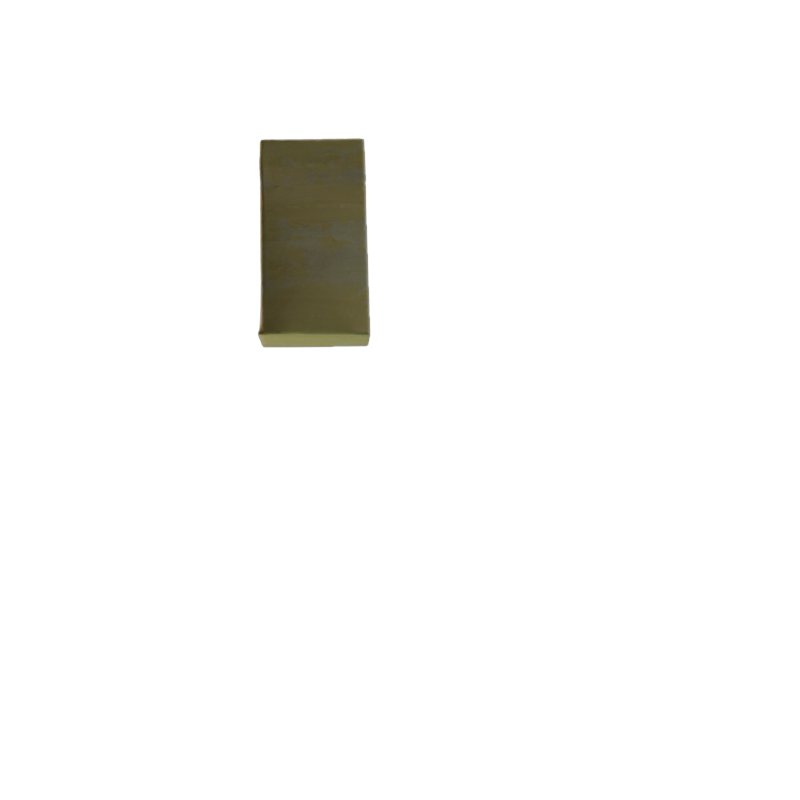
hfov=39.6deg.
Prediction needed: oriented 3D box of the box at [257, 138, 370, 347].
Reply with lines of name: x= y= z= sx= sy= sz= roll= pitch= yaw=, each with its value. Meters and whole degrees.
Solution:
box: x=-0.074 y=-0.135 z=0.947 sx=0.093 sy=0.184 sz=0.046 roll=-1 pitch=-19 yaw=-1
